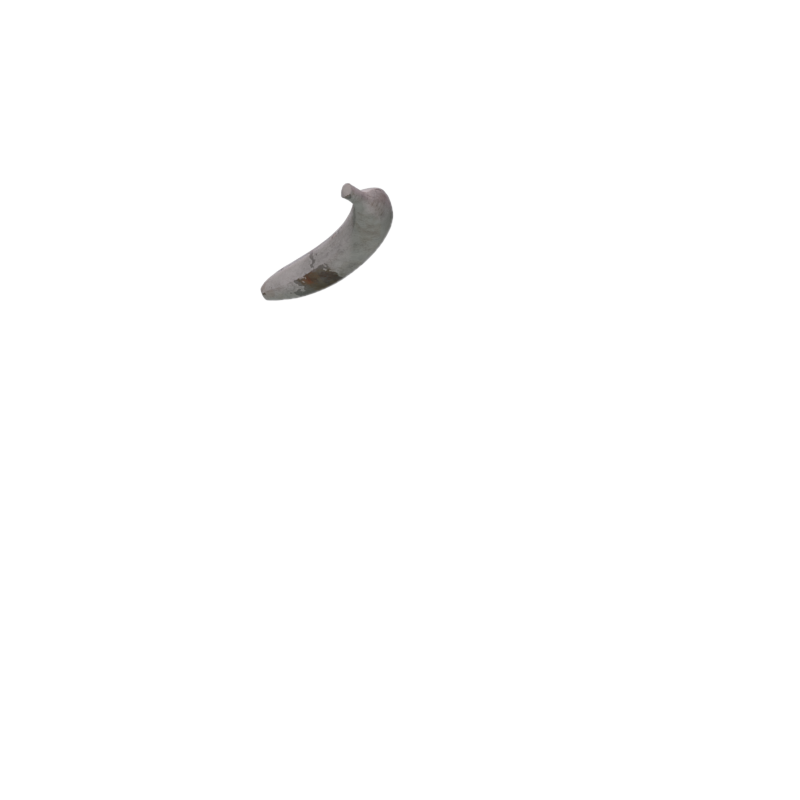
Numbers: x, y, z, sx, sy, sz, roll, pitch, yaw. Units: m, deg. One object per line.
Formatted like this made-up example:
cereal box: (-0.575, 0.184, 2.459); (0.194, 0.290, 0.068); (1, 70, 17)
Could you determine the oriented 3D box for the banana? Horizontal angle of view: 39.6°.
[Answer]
banana: (-0.056, -0.134, 0.947); (0.067, 0.039, 0.193); (12, -28, -23)
